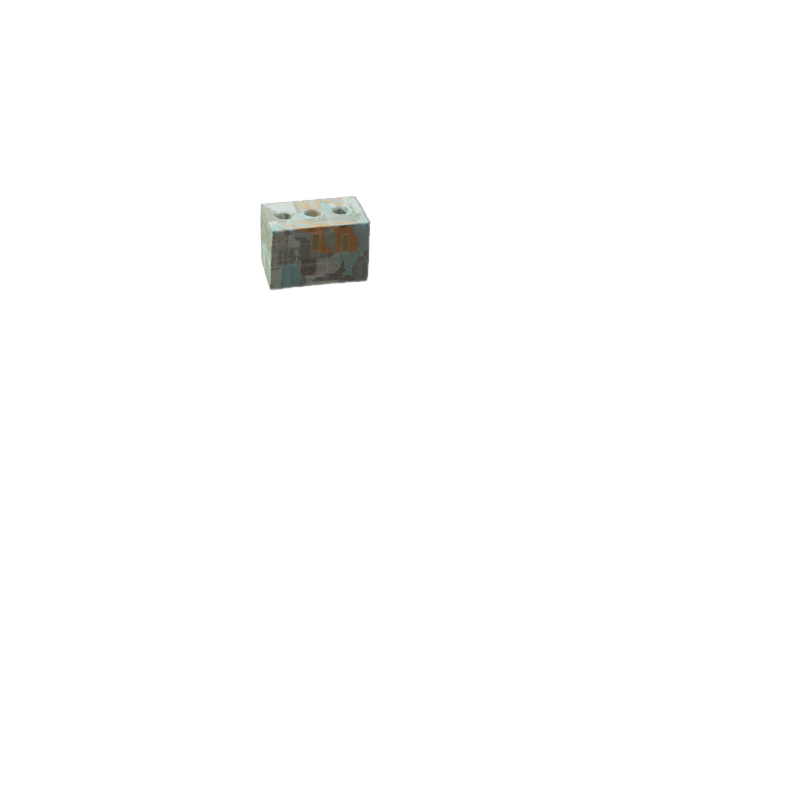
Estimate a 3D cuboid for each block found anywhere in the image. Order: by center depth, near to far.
[{"bbox_3d":[-0.067,-0.122,0.857,0.077,0.048,0.057,-7,32,-12],"label":"block"}]
